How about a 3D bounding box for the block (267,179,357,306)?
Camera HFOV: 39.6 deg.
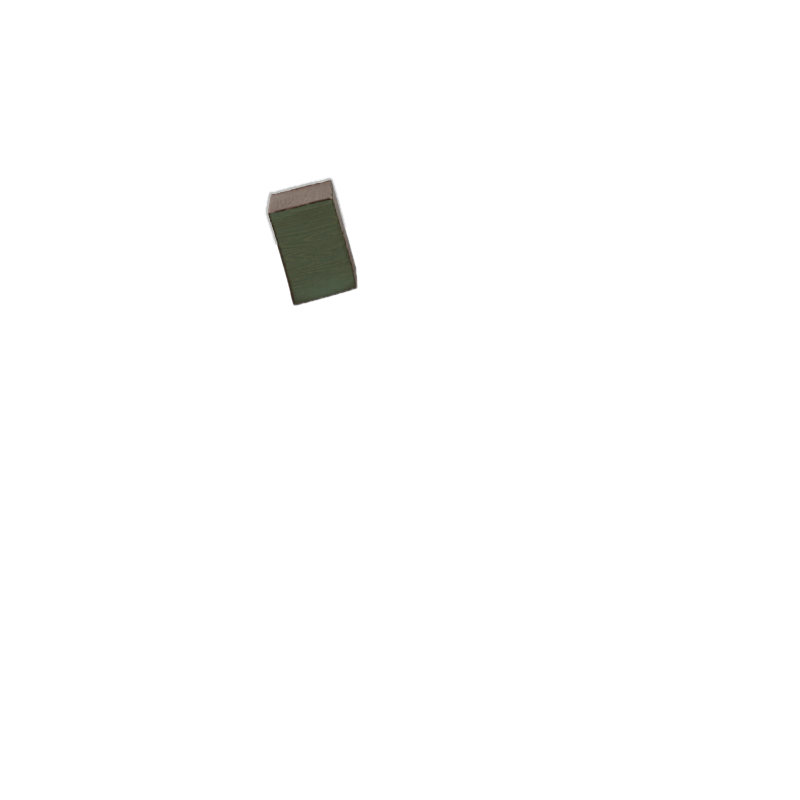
[{"bbox_3d":[-0.067,-0.122,0.855,0.053,0.074,0.054,-13,20,3],"label":"block"}]
